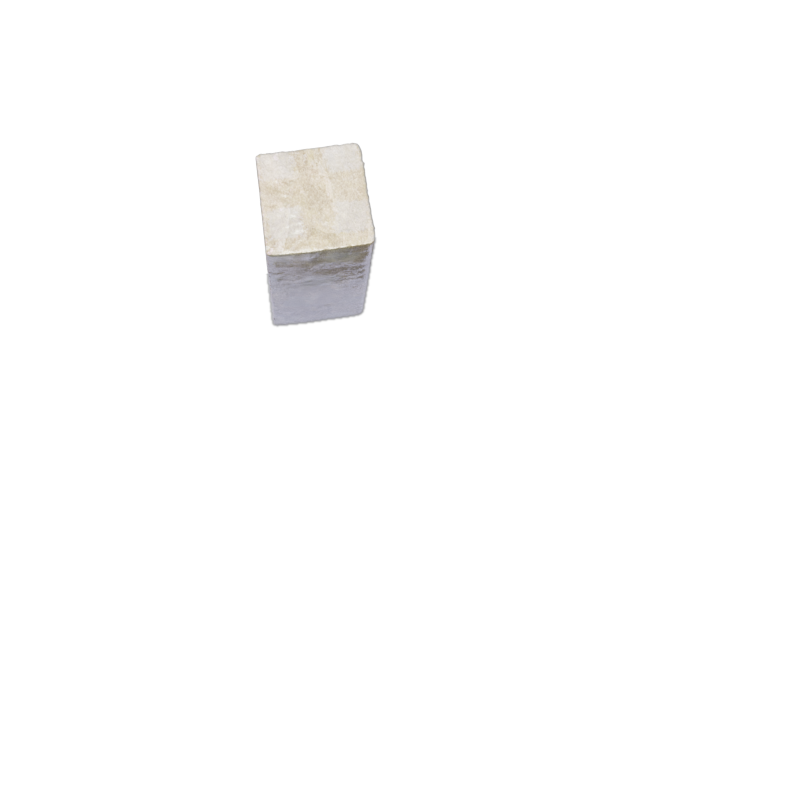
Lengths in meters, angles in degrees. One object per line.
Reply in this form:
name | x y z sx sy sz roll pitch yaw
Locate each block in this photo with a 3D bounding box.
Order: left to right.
block | -0.077 -0.141 0.989 0.090 0.095 0.198 -7 -14 -5
